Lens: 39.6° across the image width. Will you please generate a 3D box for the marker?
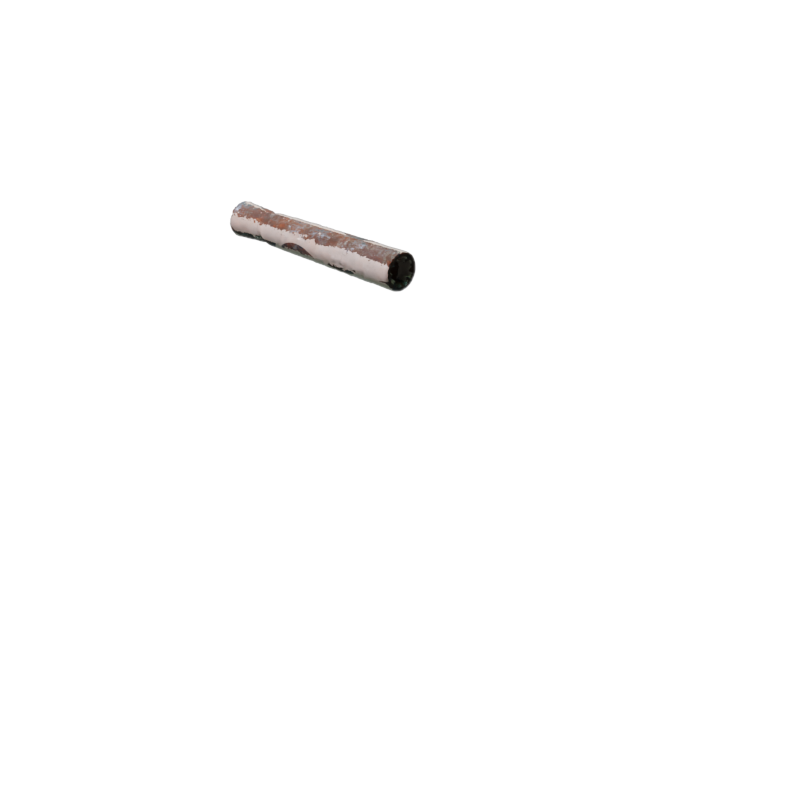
[{"bbox_3d":[-0.042,-0.077,0.536,0.019,0.019,0.129,-4,20,-43],"label":"marker"}]
